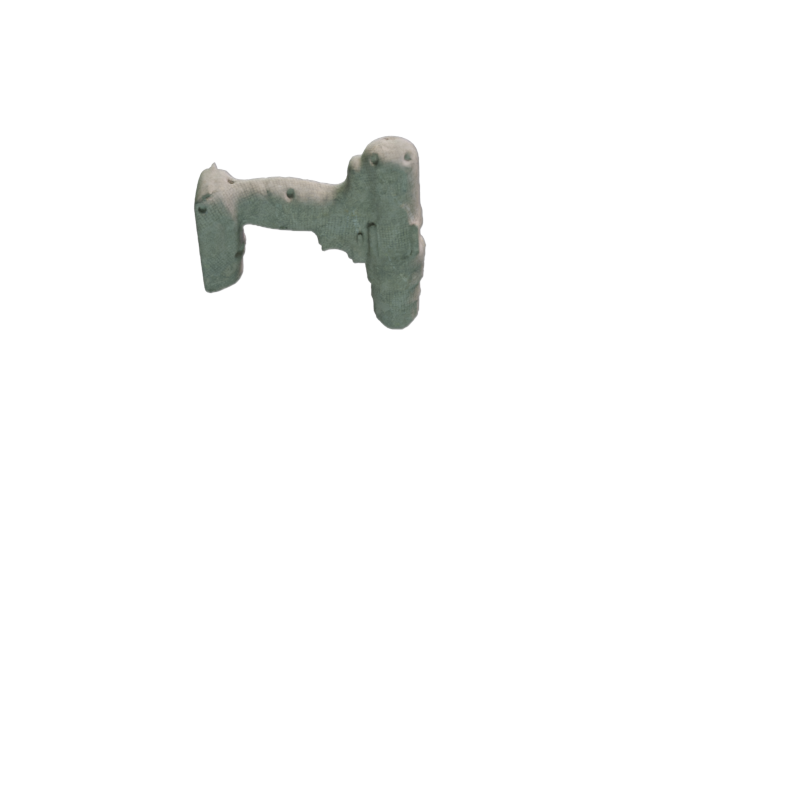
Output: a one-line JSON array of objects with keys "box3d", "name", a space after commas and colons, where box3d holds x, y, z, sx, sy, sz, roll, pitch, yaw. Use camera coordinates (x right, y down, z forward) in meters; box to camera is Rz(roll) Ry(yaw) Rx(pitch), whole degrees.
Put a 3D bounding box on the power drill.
[{"box3d": [-0.073, -0.133, 0.929, 0.188, 0.172, 0.061, -2, 36, 1], "name": "power drill"}]
